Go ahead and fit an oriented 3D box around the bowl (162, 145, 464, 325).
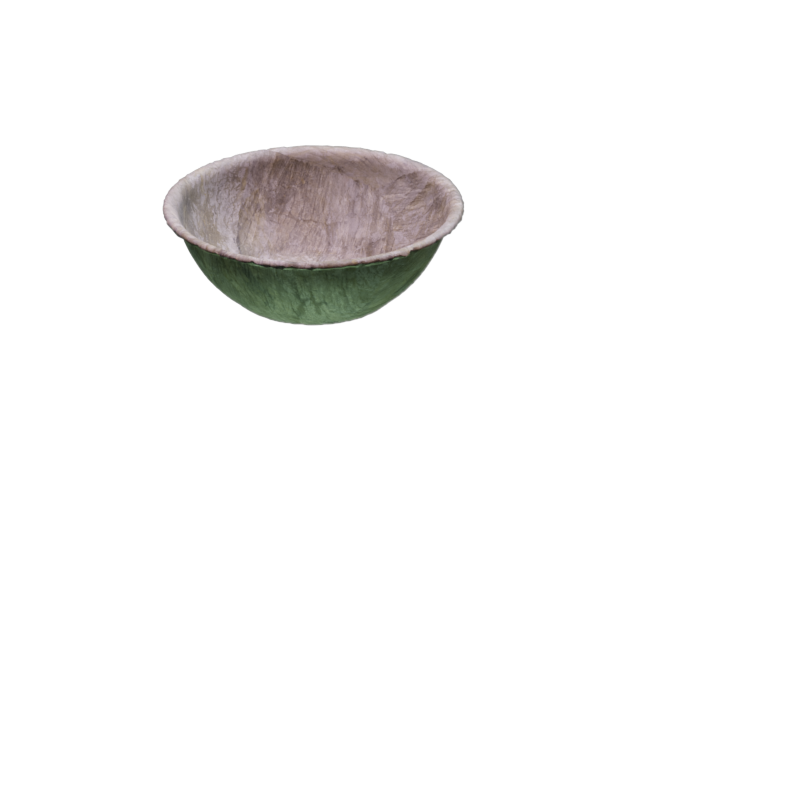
[{"bbox_3d":[-0.047,-0.087,0.606,0.162,0.052,0.172,-1,32,-2],"label":"bowl"}]
